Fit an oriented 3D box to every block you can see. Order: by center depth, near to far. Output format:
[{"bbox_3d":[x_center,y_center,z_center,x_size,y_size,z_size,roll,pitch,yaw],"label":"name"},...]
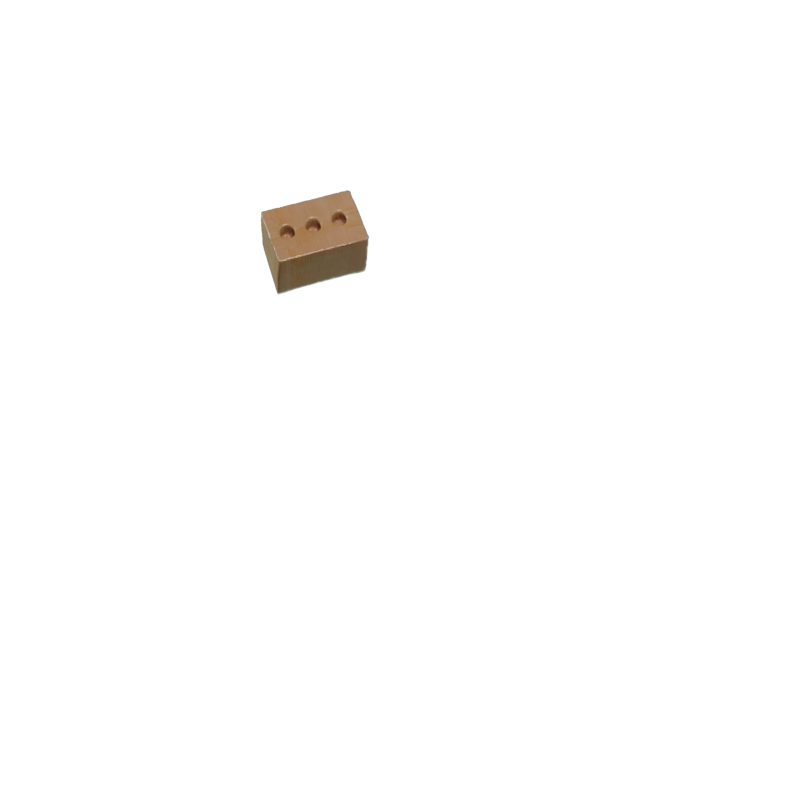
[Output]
[{"bbox_3d":[-0.071,-0.130,0.909,0.077,0.056,0.048,-16,-27,-10],"label":"block"}]
